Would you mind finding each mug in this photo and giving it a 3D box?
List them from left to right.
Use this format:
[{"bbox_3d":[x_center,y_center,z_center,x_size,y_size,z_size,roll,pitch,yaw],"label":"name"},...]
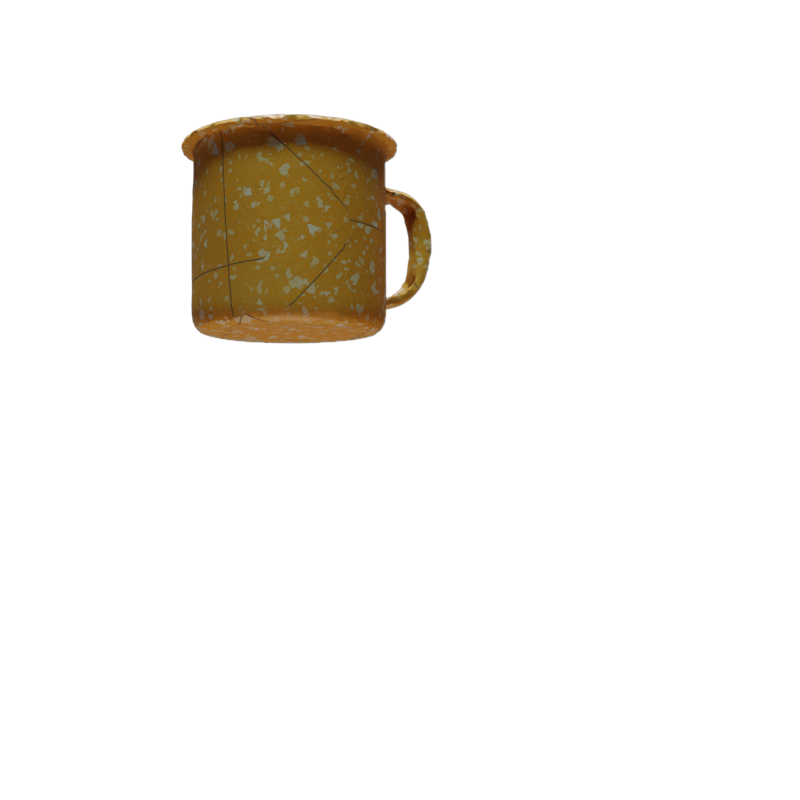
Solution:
[{"bbox_3d":[-0.037,-0.068,0.476,0.112,0.083,0.095,4,-8,-33],"label":"mug"}]
